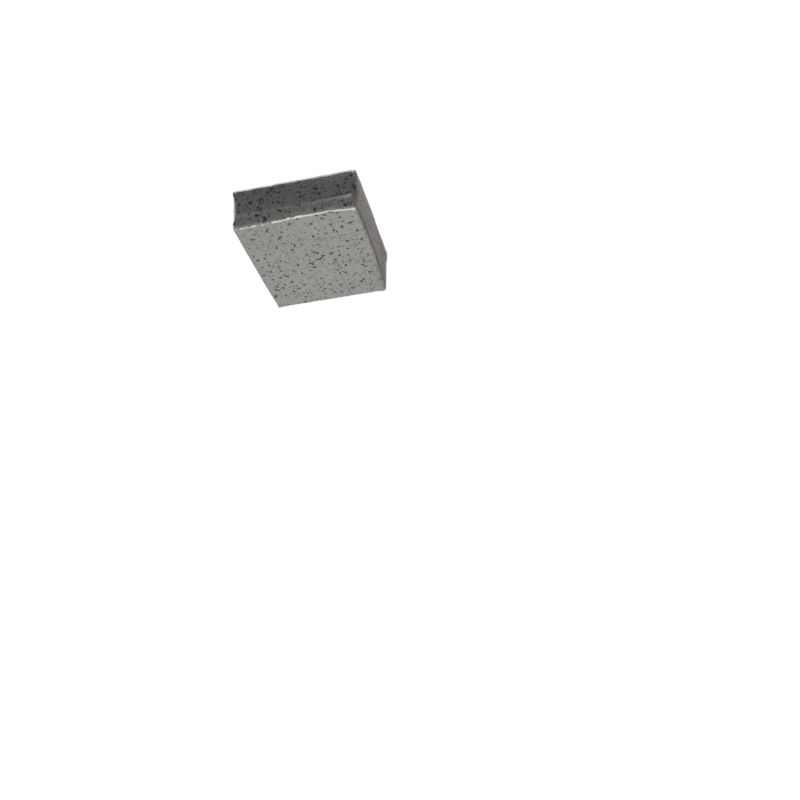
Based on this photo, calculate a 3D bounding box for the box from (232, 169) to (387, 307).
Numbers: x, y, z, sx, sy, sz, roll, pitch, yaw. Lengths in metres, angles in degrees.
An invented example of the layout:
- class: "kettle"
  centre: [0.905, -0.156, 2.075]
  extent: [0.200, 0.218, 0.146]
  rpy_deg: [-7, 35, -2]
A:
- class: "box"
  centre: [-0.063, -0.115, 0.807]
  extent: [0.091, 0.042, 0.105]
  rpy_deg: [-7, -32, 11]
